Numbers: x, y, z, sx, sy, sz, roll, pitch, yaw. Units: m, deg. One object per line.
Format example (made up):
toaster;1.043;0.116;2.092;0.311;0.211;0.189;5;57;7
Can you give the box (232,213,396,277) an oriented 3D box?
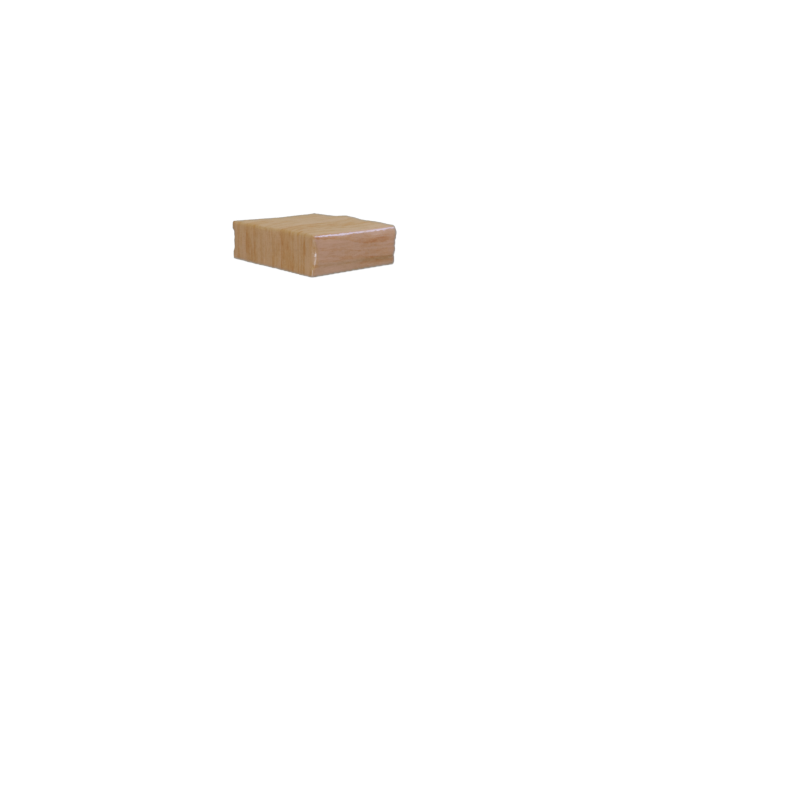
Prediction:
box;-0.059;-0.107;0.749;0.071;0.029;0.094;-13;20;-39
